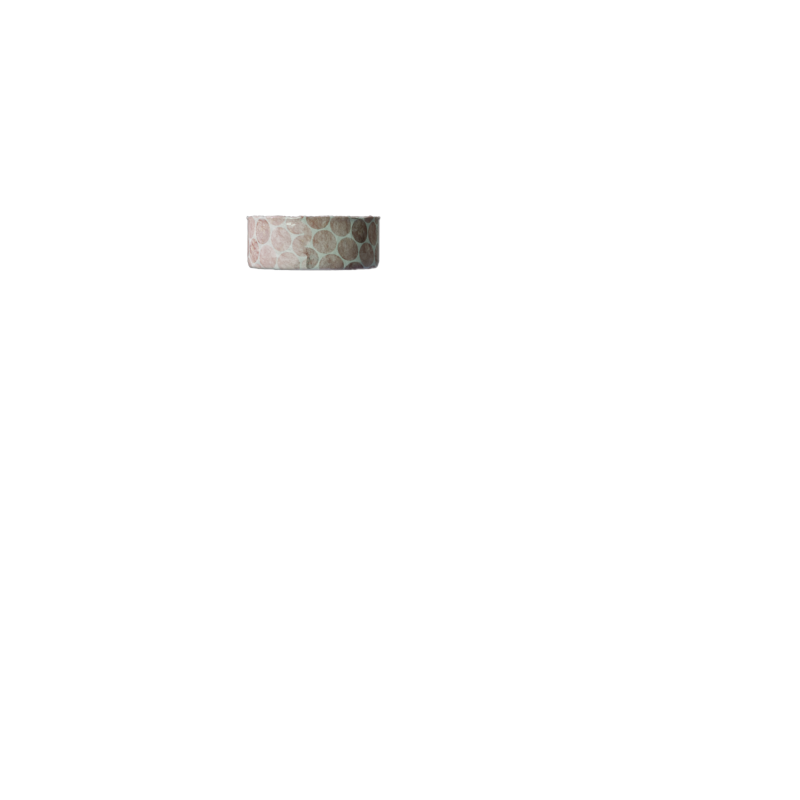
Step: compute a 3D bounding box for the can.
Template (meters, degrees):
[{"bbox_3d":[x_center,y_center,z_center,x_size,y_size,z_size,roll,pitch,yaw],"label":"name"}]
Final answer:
[{"bbox_3d":[-0.055,-0.101,0.708,0.086,0.033,0.087,0,8,-2],"label":"can"}]
